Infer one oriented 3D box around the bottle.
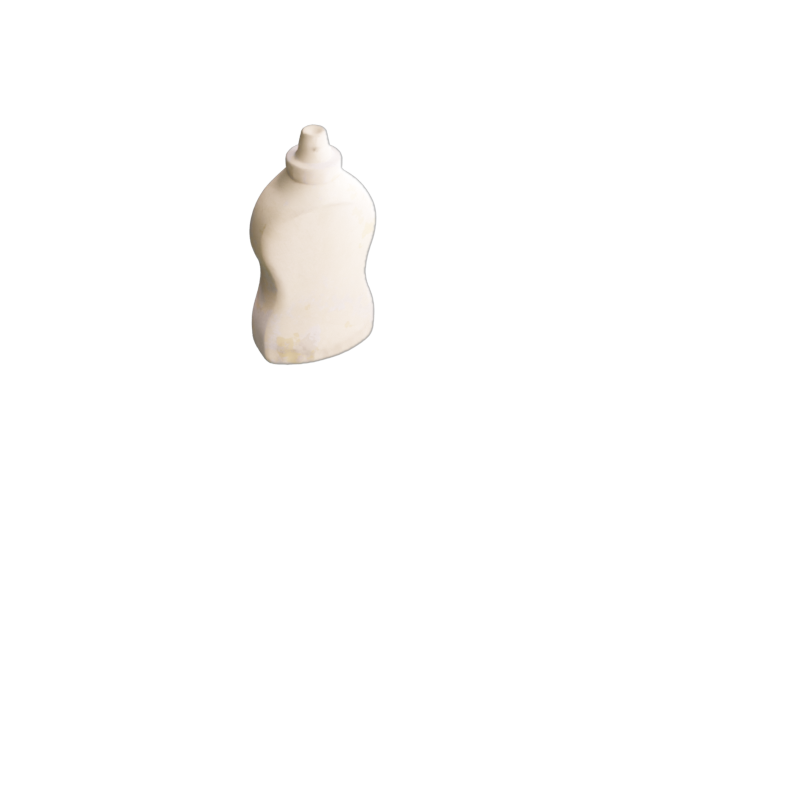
[{"bbox_3d":[-0.065,-0.119,0.833,0.095,0.179,0.063,-13,40,-20],"label":"bottle"}]
